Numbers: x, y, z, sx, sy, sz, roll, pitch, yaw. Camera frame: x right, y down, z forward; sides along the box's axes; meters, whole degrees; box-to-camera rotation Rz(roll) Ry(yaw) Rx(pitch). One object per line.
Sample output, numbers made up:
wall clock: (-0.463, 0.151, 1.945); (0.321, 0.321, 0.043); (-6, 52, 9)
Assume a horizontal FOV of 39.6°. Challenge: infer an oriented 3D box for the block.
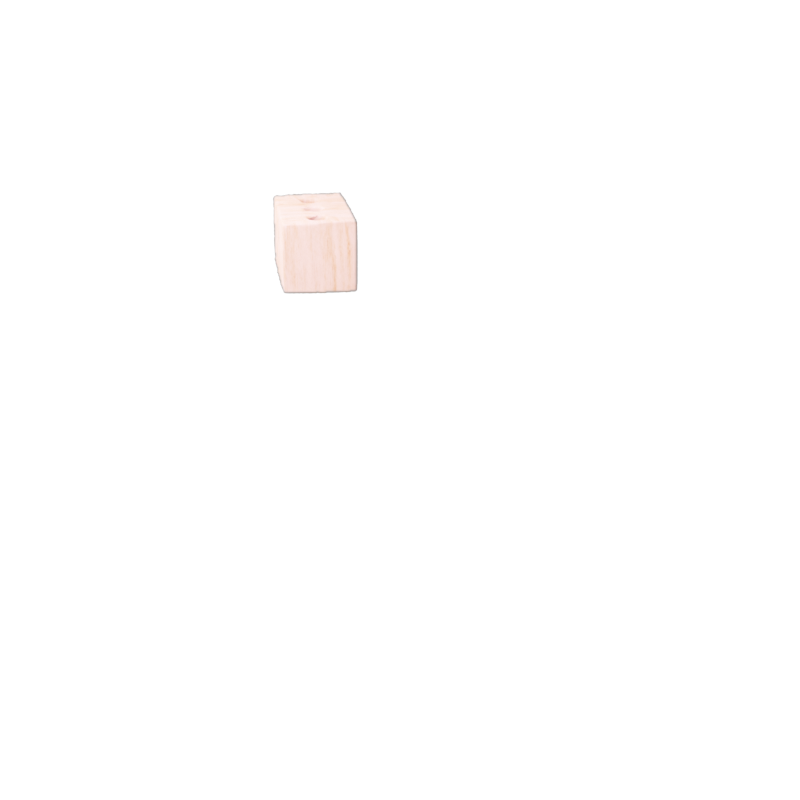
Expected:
block: (-0.062, -0.113, 0.792); (0.052, 0.049, 0.083); (-3, 23, -10)
